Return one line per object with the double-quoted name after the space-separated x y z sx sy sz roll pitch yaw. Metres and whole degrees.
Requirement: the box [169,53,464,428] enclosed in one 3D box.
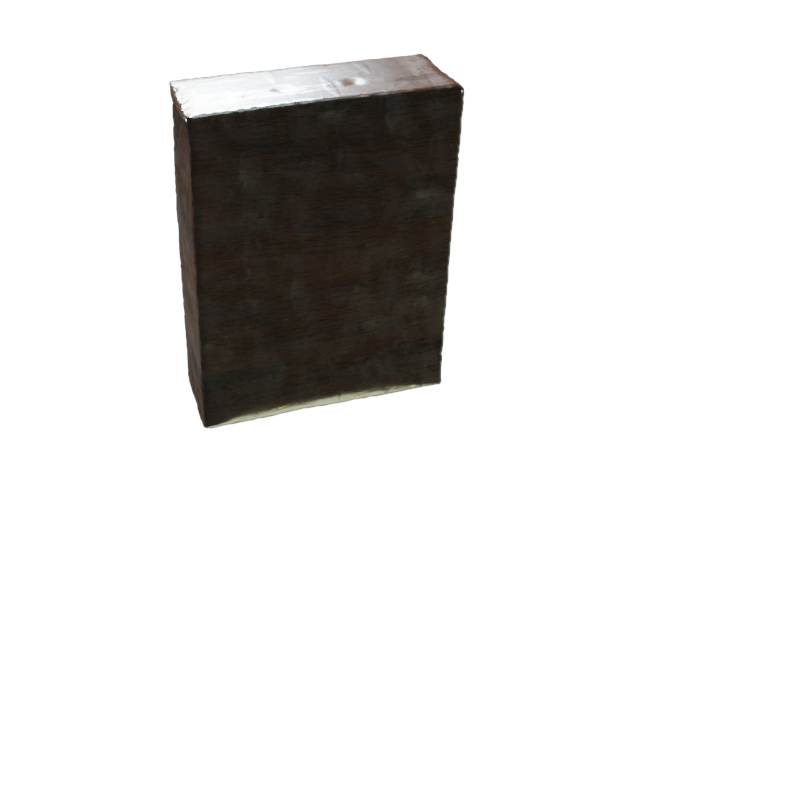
-0.054 -0.099 0.691 0.162 0.201 0.077 -9 33 -17 "box"
